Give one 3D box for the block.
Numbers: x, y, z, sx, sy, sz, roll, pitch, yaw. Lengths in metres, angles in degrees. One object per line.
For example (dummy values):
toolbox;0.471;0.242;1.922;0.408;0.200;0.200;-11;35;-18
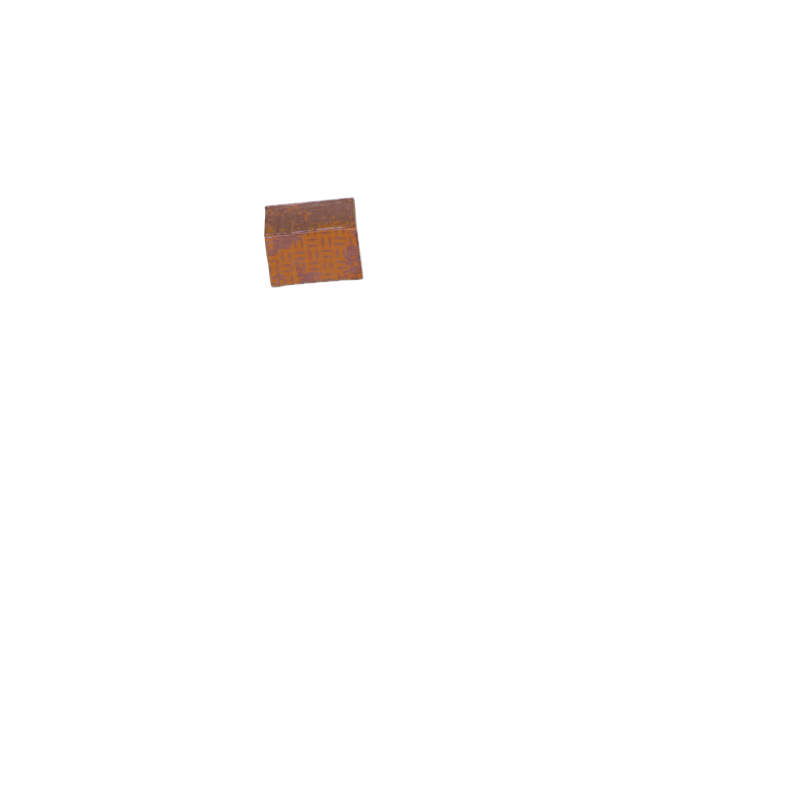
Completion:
block;-0.072;-0.131;0.919;0.078;0.049;0.055;-4;35;2
